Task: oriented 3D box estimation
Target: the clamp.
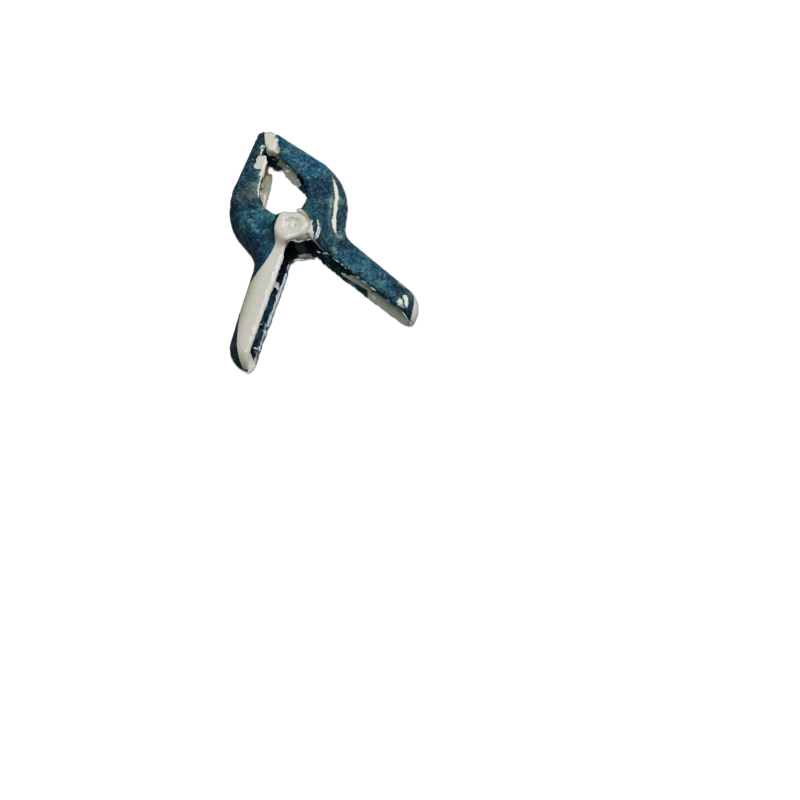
[{"bbox_3d":[-0.057,-0.104,0.727,0.120,0.182,0.037,-7,-26,-4],"label":"clamp"}]
